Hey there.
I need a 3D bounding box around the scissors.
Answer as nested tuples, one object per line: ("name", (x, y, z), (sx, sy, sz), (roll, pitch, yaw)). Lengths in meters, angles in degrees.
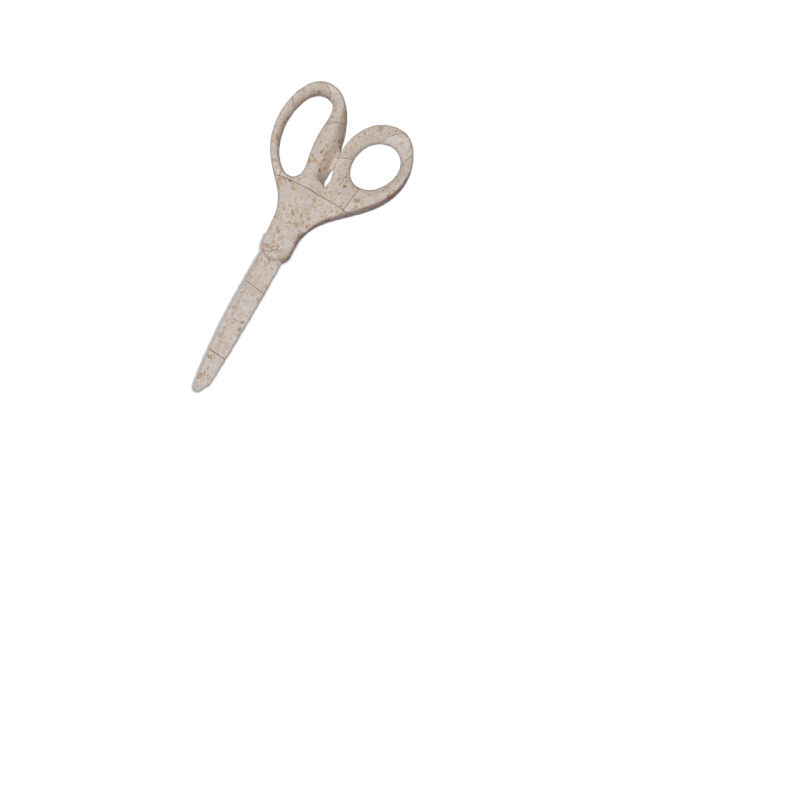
("scissors", (-0.051, -0.093, 0.649), (0.097, 0.209, 0.015), (10, -18, 3))
